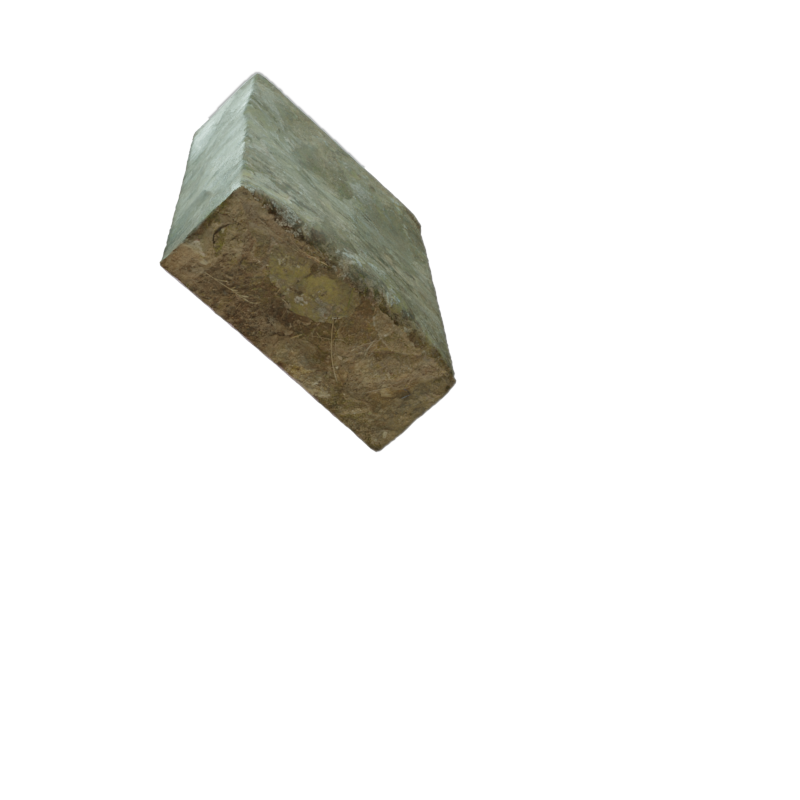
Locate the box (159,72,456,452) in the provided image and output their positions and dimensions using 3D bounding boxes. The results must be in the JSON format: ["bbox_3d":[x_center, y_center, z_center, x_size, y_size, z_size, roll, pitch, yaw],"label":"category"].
[{"bbox_3d":[-0.052,-0.095,0.666,0.157,0.071,0.227,40,20,-22],"label":"box"}]
